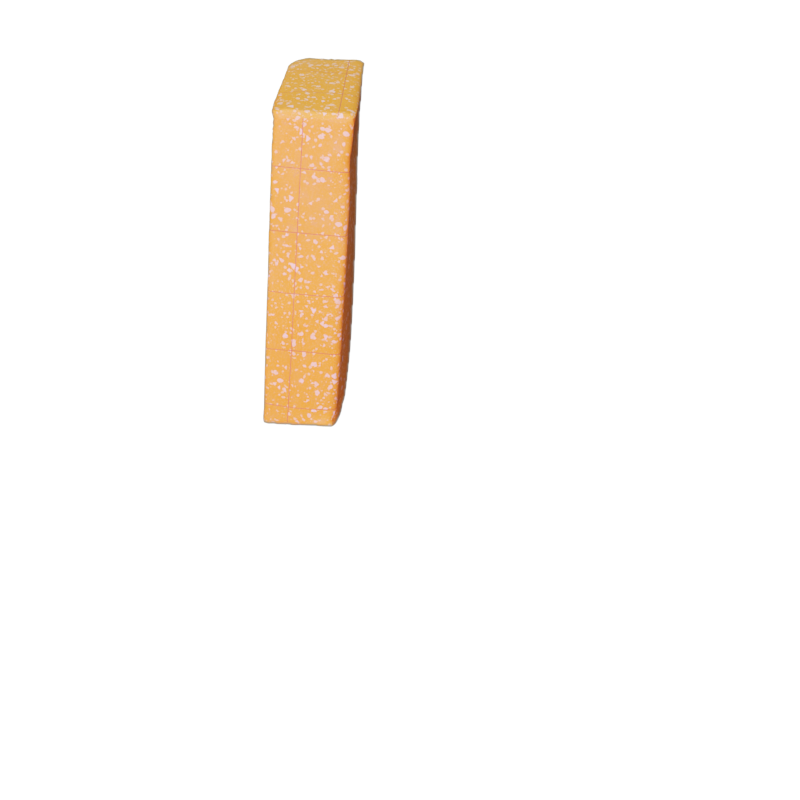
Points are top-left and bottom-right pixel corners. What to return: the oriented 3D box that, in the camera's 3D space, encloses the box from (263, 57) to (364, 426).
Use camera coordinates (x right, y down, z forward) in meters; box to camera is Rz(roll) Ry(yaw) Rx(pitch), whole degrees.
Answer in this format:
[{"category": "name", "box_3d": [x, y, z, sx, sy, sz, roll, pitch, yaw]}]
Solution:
[{"category": "box", "box_3d": [-0.046, -0.084, 0.587, 0.048, 0.167, 0.098, 2, 28, 1]}]
